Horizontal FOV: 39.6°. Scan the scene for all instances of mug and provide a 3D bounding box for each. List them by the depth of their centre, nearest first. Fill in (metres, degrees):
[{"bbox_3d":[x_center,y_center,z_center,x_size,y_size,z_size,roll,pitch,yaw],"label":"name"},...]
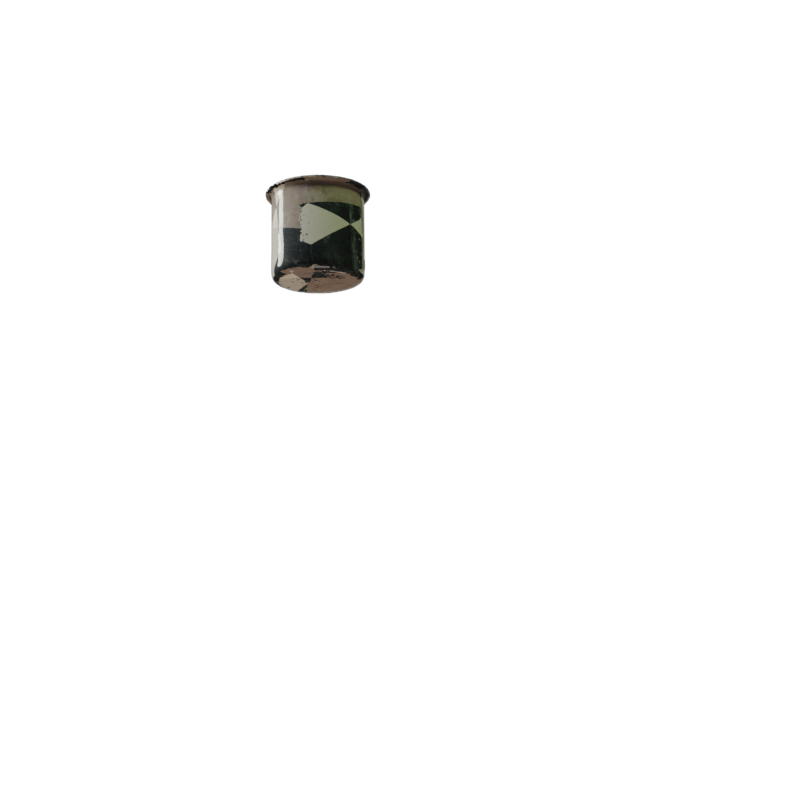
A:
[{"bbox_3d":[-0.077,-0.140,0.982,0.090,0.085,0.116,6,-16,-22],"label":"mug"}]
